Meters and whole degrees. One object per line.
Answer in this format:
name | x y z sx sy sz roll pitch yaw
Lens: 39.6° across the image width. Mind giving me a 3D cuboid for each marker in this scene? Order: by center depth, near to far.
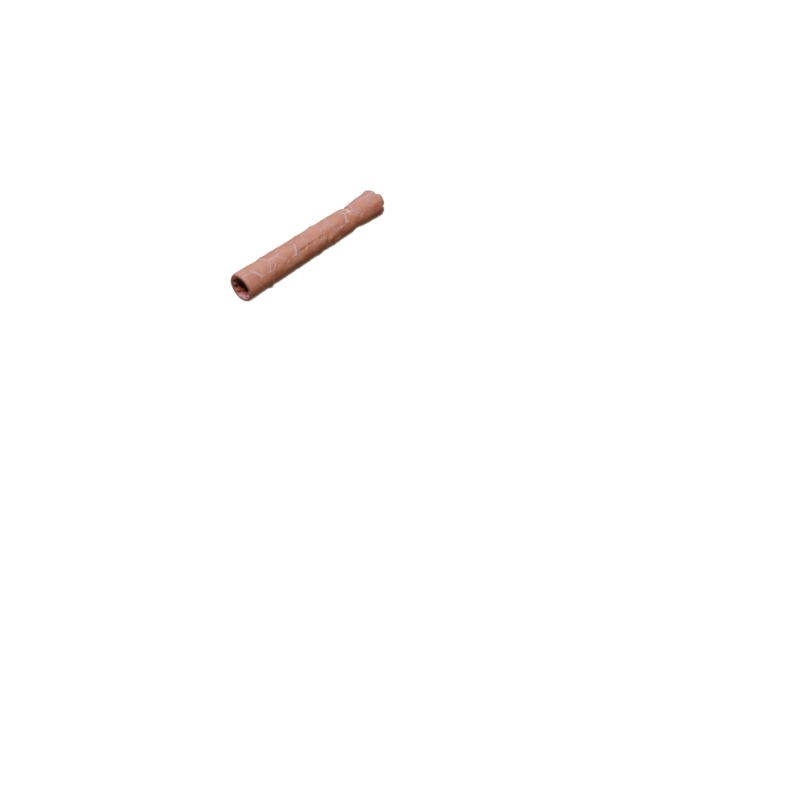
marker | -0.053 -0.097 0.682 0.122 0.019 0.021 -38 26 -32
